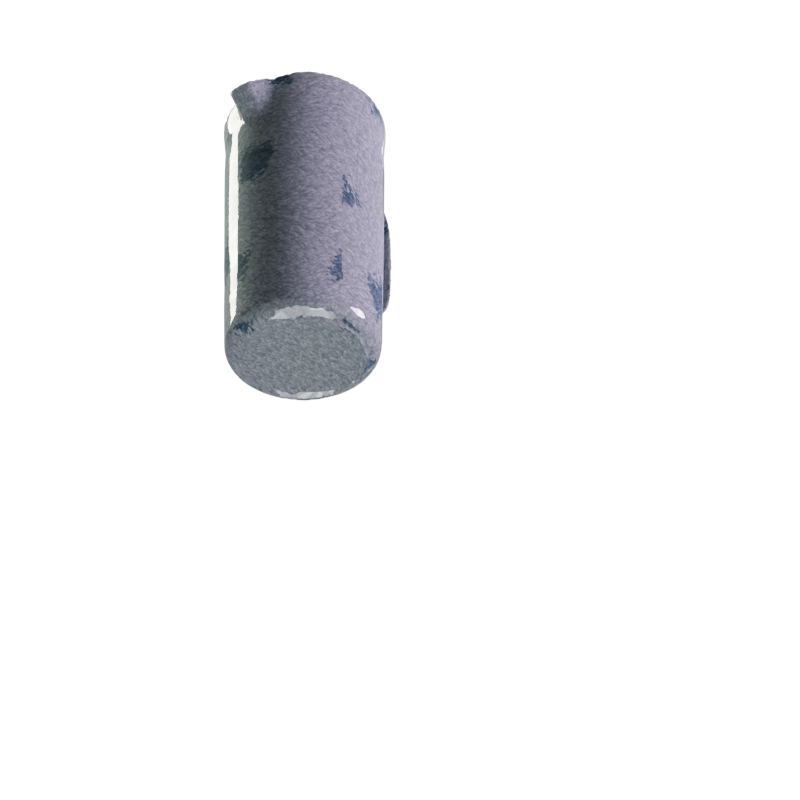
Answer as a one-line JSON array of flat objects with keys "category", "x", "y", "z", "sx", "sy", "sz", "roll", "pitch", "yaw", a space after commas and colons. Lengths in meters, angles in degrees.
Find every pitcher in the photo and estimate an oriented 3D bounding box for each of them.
[{"category": "pitcher", "x": -0.066, "y": -0.120, "z": 0.840, "sx": 0.147, "sy": 0.261, "sz": 0.136, "roll": 5, "pitch": -41, "yaw": -9}]
